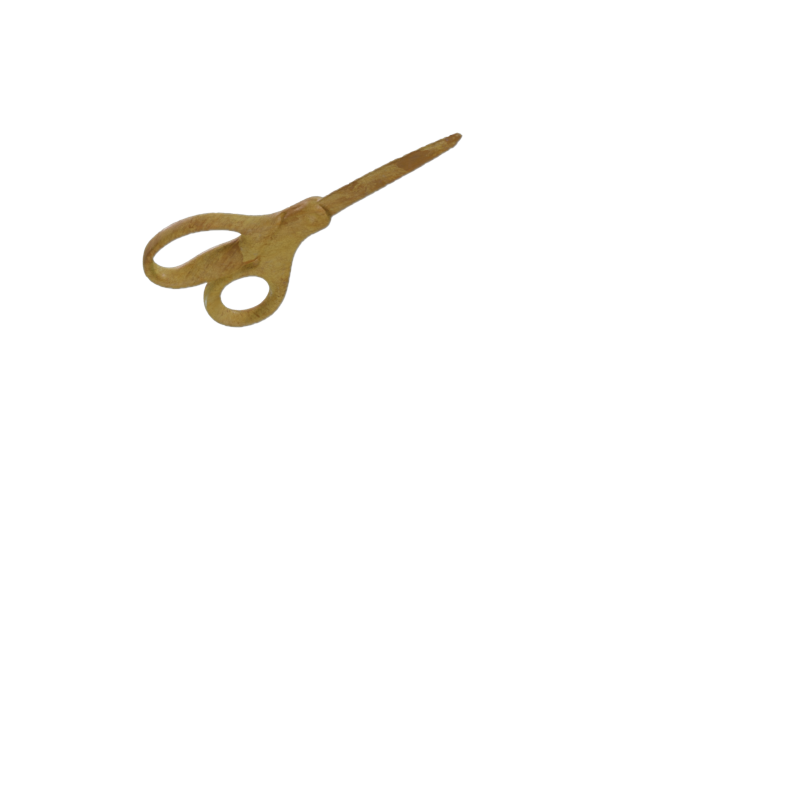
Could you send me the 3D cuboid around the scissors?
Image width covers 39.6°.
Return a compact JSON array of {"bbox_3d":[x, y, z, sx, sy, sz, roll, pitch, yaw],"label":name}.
[{"bbox_3d":[-0.050,-0.092,0.641,0.203,0.017,0.089,-13,-44,14],"label":"scissors"}]
